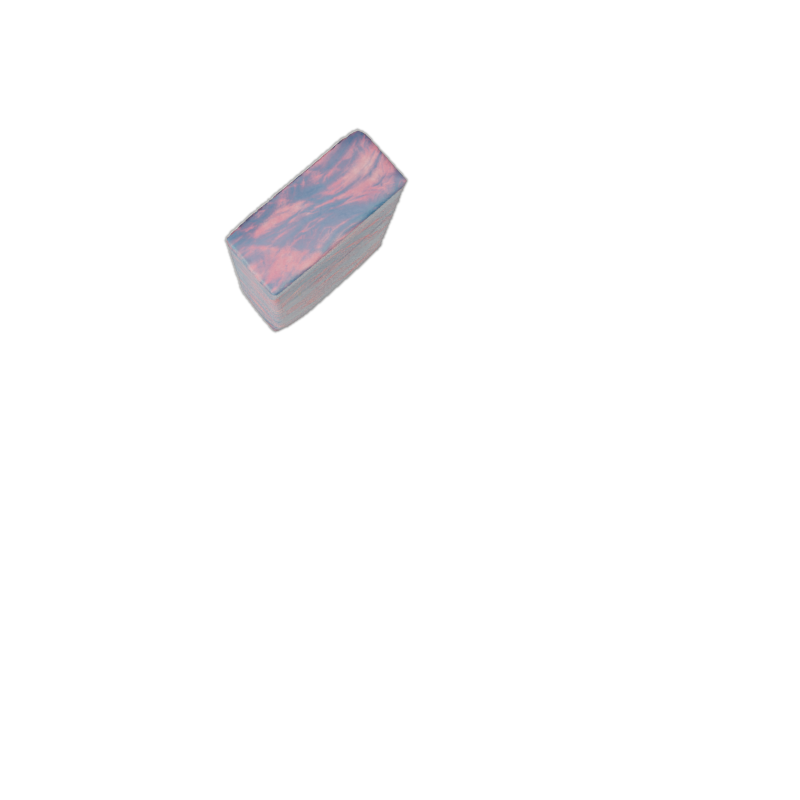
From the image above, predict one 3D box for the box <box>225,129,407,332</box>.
[{"bbox_3d":[-0.050,-0.092,0.640,0.094,0.049,0.173,-42,-1,-7],"label":"box"}]
